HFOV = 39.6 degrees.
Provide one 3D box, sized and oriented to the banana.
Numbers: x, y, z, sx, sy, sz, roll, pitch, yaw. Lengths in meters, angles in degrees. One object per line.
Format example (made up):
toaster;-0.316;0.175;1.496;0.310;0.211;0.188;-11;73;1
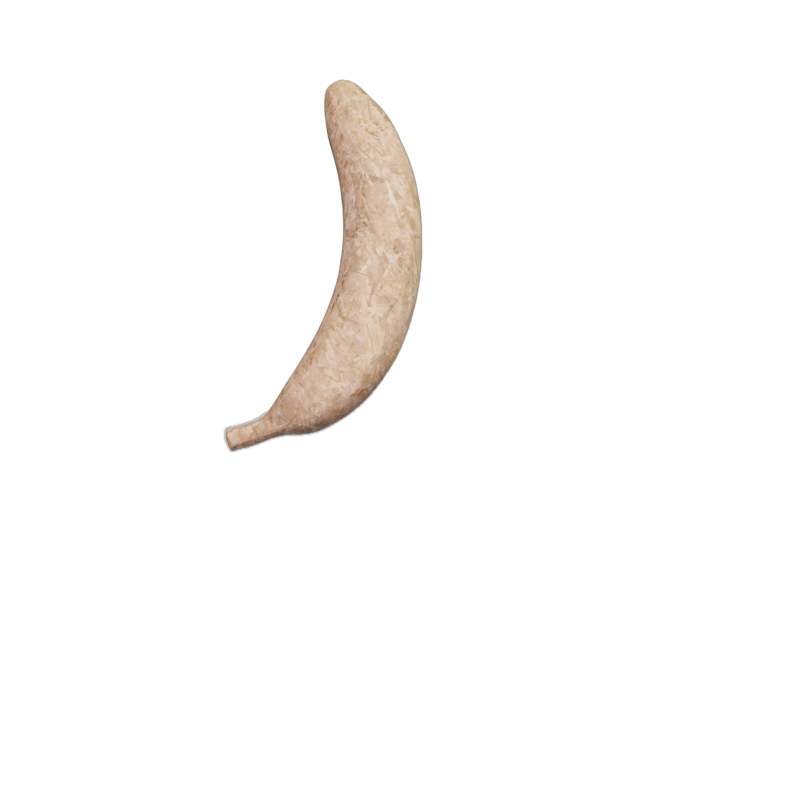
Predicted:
banana;-0.024;-0.066;0.516;0.070;0.207;0.035;12;-25;4
